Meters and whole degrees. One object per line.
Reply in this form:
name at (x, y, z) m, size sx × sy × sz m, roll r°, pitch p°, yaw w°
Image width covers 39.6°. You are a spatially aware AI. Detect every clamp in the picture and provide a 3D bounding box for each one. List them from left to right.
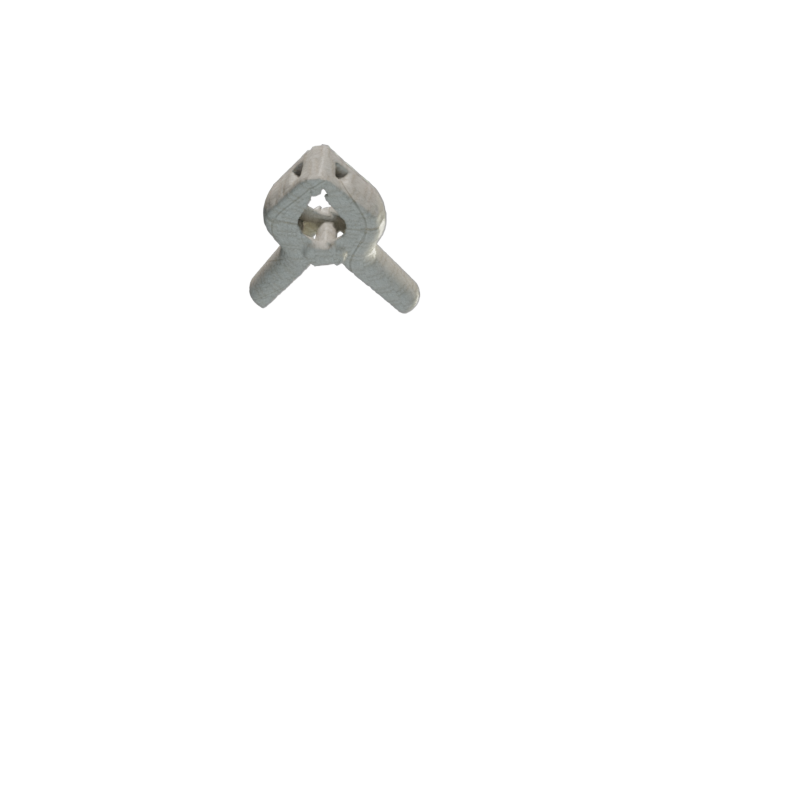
clamp at (-0.058, -0.105, 0.736) m, size 0.121 × 0.042 × 0.159 m, roll -6°, pitch -32°, yaw 9°
